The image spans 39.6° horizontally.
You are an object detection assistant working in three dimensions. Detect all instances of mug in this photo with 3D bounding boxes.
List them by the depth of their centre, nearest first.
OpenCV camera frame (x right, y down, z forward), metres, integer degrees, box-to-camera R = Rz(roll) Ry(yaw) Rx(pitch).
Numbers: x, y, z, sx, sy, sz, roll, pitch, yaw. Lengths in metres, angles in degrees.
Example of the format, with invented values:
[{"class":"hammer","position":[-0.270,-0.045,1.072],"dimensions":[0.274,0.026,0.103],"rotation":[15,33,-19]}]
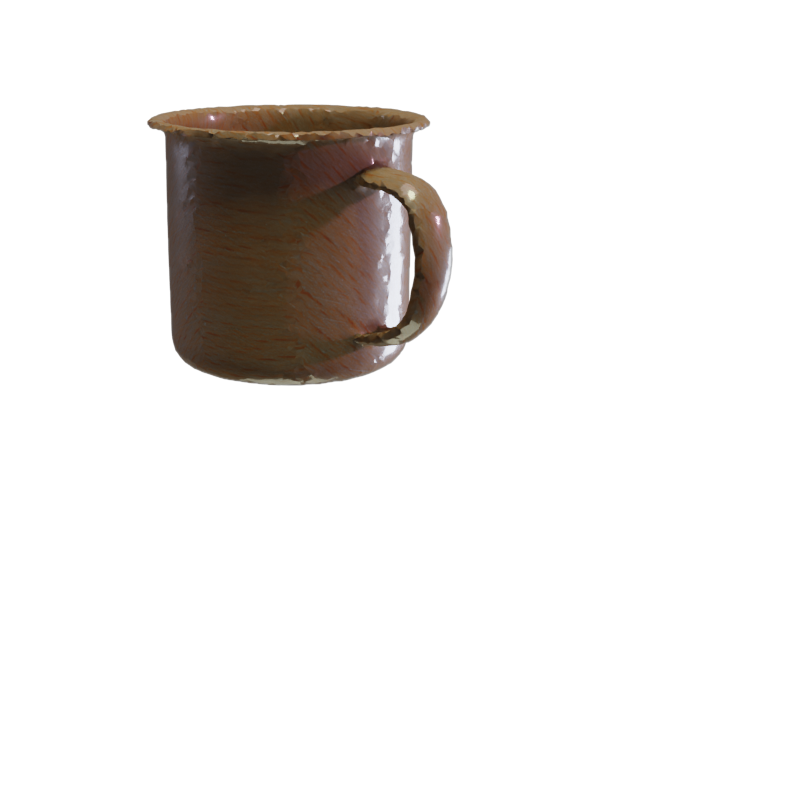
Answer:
[{"class":"mug","position":[-0.029,-0.052,0.367],"dimensions":[0.091,0.079,0.124],"rotation":[-15,23,-43]}]
